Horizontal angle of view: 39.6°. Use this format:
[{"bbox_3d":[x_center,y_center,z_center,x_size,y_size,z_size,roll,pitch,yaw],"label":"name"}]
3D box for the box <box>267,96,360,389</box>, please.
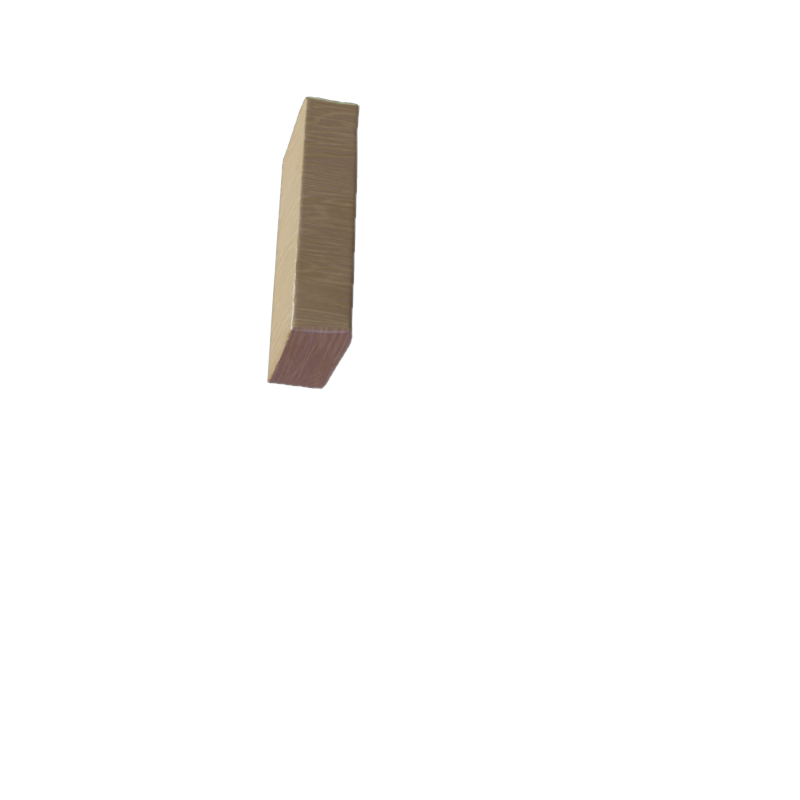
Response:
[{"bbox_3d":[-0.059,-0.107,0.752,0.047,0.187,0.090,6,-28,-15],"label":"box"}]
